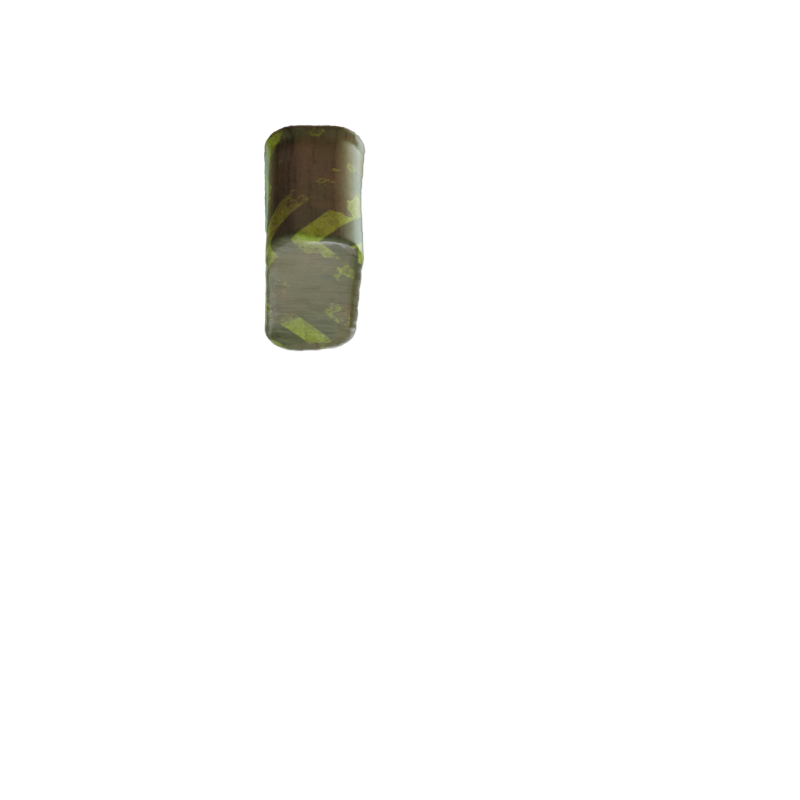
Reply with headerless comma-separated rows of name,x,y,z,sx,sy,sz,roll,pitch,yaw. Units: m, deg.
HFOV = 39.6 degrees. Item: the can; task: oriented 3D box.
can,-0.049,-0.089,0.625,0.057,0.090,0.095,1,-38,-5
